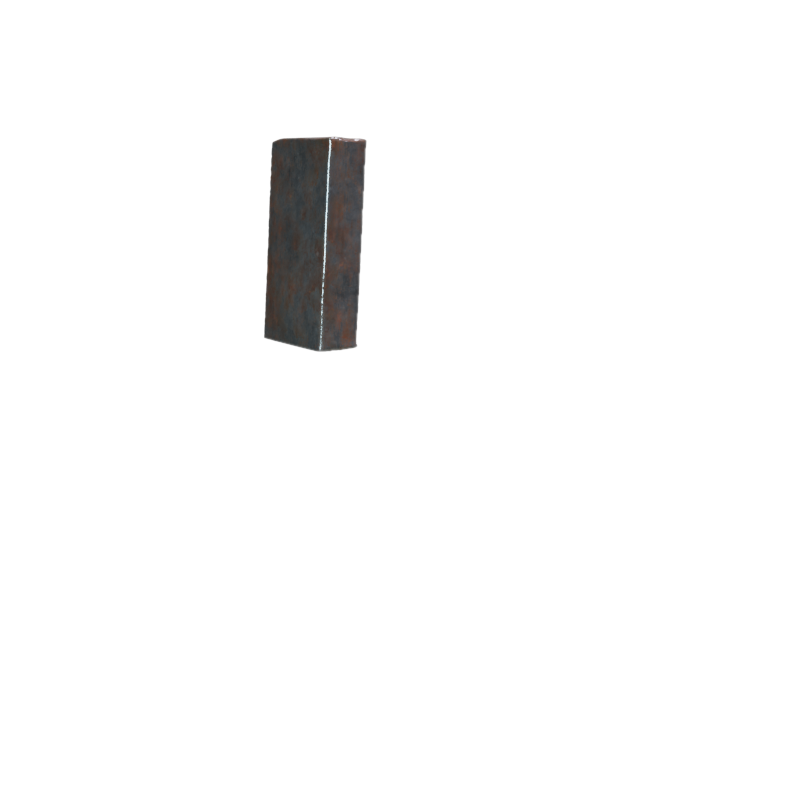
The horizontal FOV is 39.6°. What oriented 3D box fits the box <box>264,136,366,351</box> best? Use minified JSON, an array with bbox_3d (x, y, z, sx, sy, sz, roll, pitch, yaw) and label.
[{"bbox_3d":[-0.074,-0.135,0.943,0.046,0.175,0.098,-3,6,-36],"label":"box"}]
